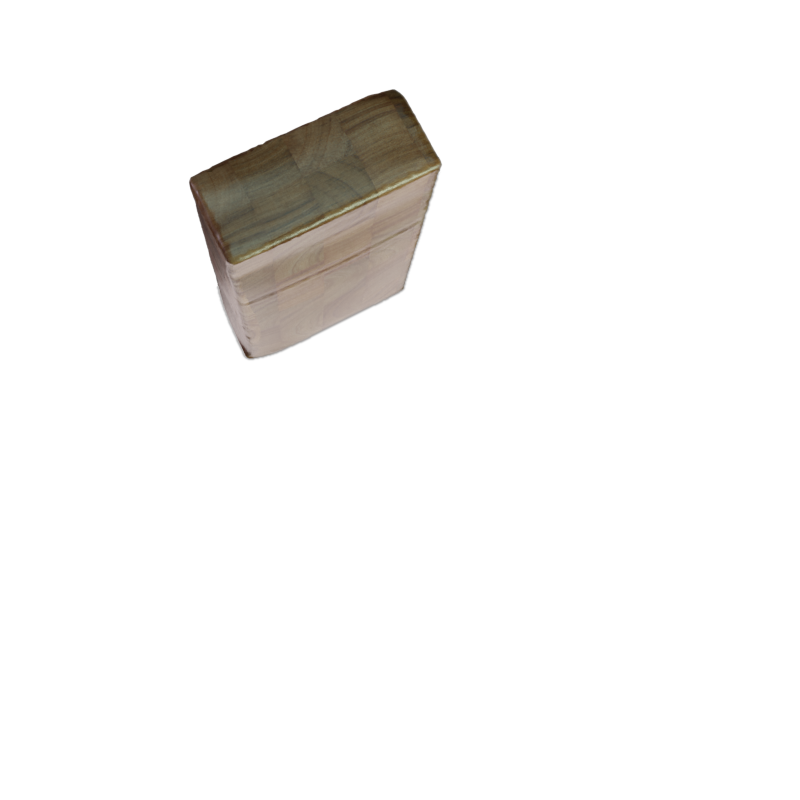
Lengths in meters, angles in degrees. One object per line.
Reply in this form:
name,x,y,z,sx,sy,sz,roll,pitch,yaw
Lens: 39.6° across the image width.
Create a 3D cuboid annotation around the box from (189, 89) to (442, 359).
box,-0.039,-0.072,0.502,0.093,0.050,0.170,-26,-10,-10
